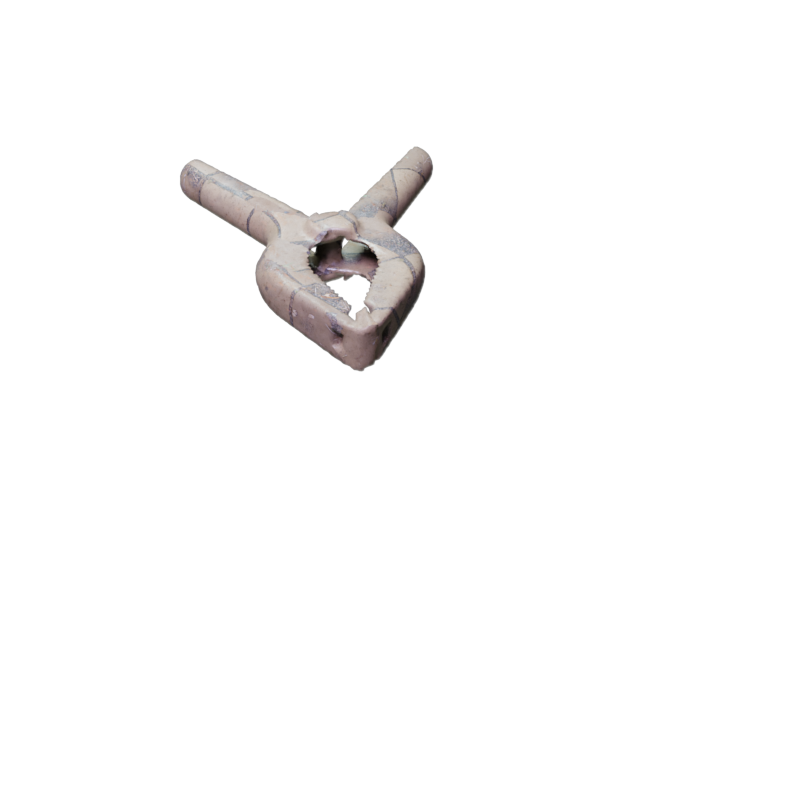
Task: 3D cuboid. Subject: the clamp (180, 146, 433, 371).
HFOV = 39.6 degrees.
[{"bbox_3d":[-0.051,-0.093,0.650,0.164,0.034,0.225,-3,38,-4],"label":"clamp"}]
